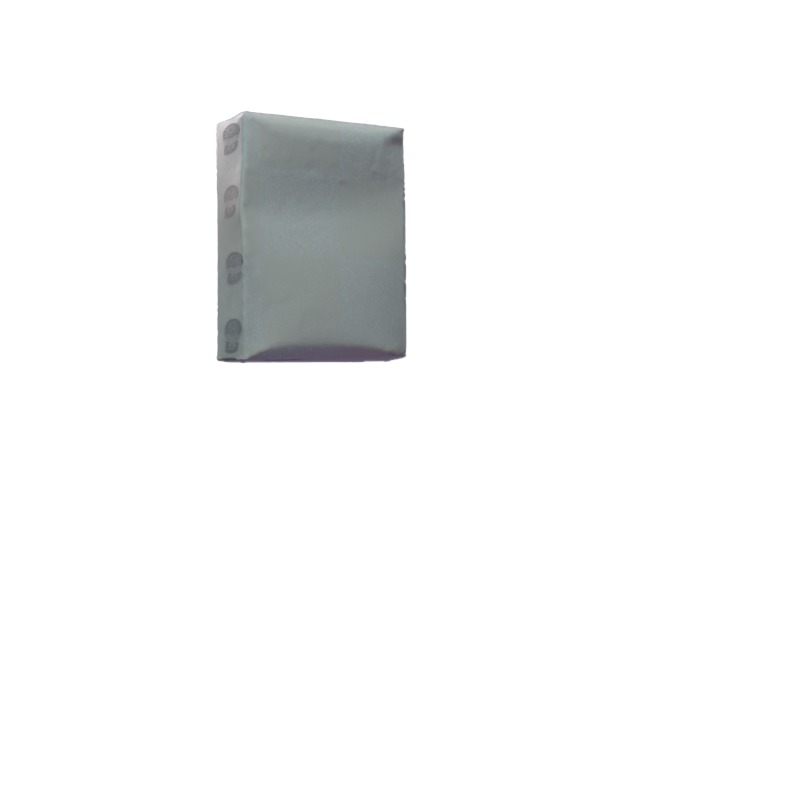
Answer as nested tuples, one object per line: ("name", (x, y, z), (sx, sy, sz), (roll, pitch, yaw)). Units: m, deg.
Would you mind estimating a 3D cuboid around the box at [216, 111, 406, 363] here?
("box", (-0.077, -0.141, 0.988), (0.159, 0.216, 0.073), (1, -5, -28))
